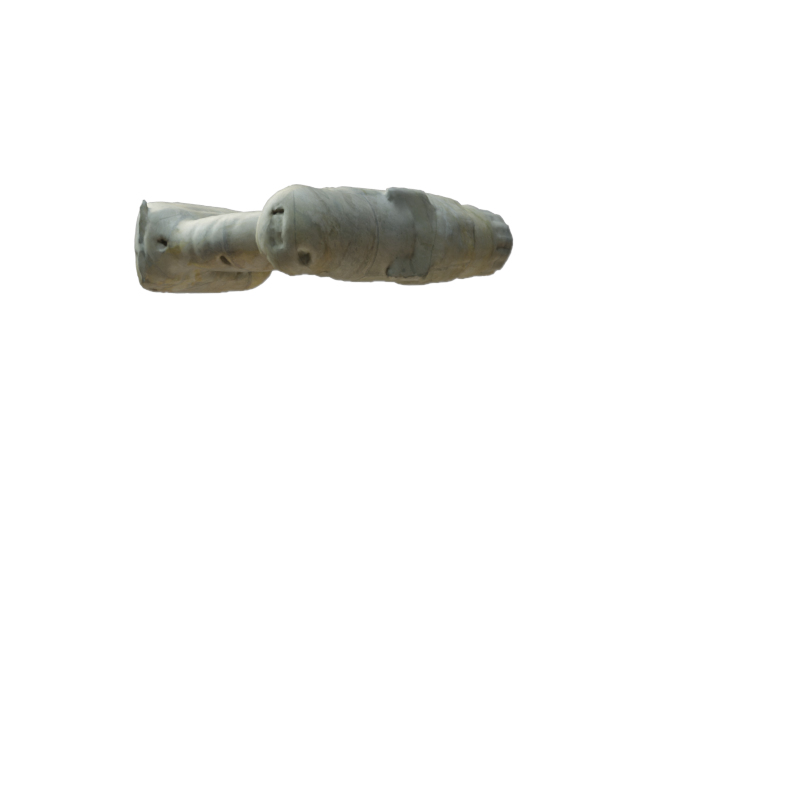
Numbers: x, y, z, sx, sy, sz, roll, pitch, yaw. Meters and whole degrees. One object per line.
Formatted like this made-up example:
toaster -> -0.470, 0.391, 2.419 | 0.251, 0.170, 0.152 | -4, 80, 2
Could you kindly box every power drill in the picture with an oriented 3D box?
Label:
power drill -> -0.051, -0.093, 0.653 | 0.194, 0.058, 0.177 | 1, 2, 43
